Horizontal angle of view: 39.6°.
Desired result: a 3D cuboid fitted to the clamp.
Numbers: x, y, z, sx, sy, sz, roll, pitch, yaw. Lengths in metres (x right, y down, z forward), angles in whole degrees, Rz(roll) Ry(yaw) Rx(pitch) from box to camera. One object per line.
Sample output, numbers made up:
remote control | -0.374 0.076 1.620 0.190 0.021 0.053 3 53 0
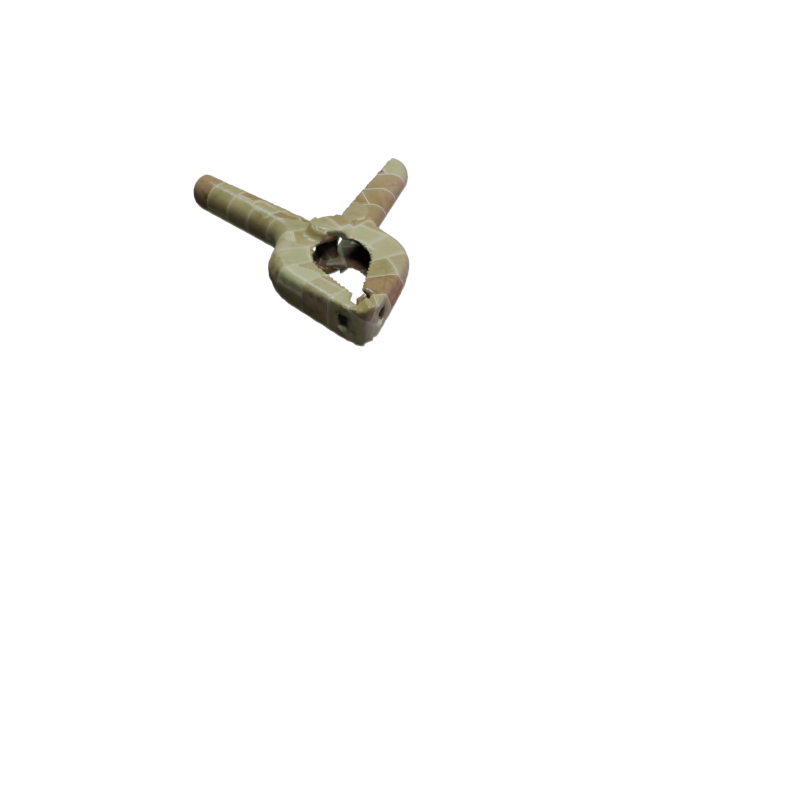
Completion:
clamp | -0.060 -0.110 0.772 0.163 0.034 0.226 -5 38 -6
